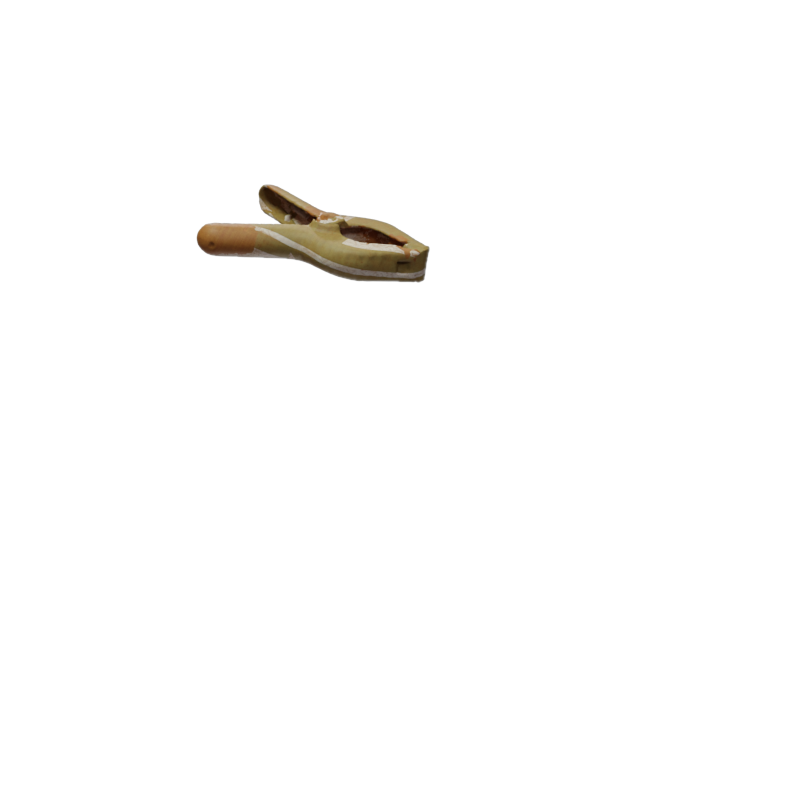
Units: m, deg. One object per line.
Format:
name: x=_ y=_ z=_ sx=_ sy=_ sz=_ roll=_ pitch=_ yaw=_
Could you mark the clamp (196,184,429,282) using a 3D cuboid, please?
clamp: x=-0.066 y=-0.121 z=0.848 sx=0.180 sy=0.037 sz=0.122 roll=19 pitch=37 yaw=25
